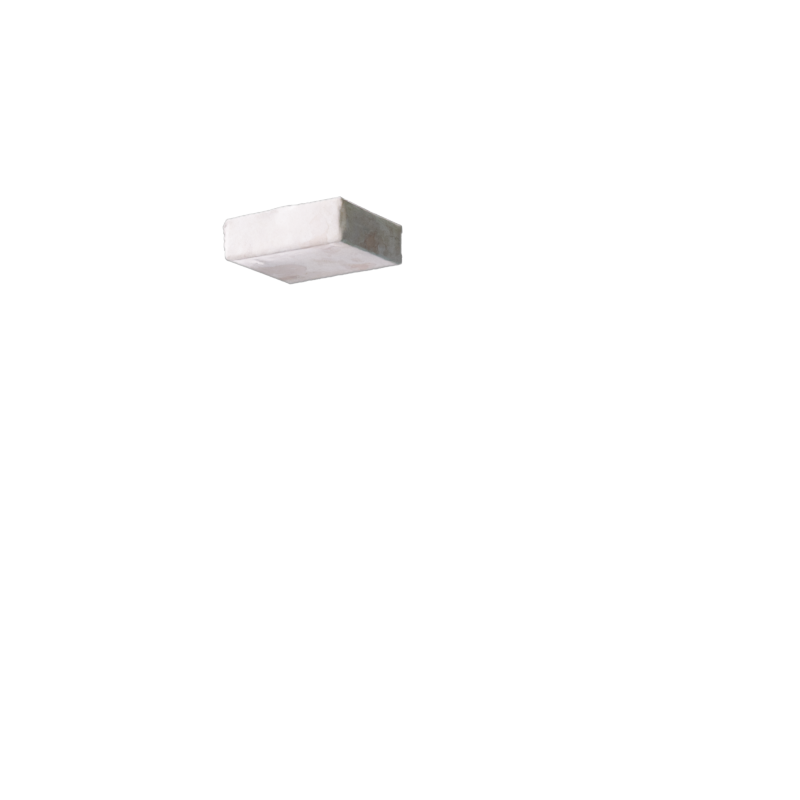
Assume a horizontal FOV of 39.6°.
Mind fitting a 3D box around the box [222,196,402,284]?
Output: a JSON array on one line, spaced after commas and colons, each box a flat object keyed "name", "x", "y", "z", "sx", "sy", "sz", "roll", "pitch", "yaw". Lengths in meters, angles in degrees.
[{"name": "box", "x": -0.054, "y": -0.099, "z": 0.692, "sx": 0.092, "sy": 0.031, "sz": 0.069, "roll": -5, "pitch": -10, "yaw": 31}]
